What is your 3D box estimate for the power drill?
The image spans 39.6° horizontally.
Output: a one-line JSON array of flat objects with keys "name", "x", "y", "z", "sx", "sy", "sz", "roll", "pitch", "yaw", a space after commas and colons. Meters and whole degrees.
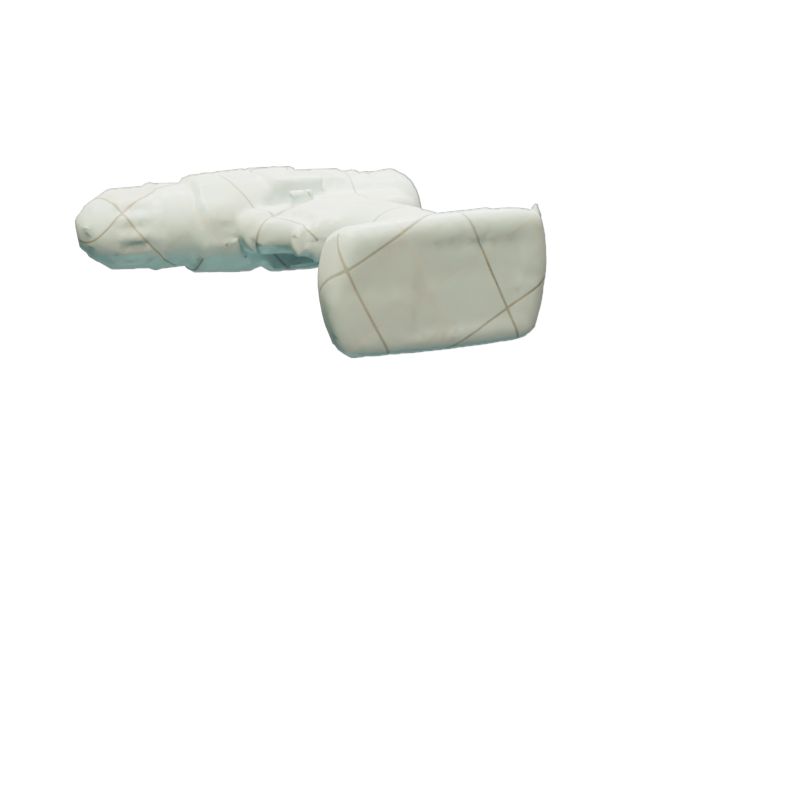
[{"name": "power drill", "x": -0.040, "y": -0.073, "z": 0.511, "sx": 0.180, "sy": 0.055, "sz": 0.199, "roll": -10, "pitch": 23, "yaw": -26}]
